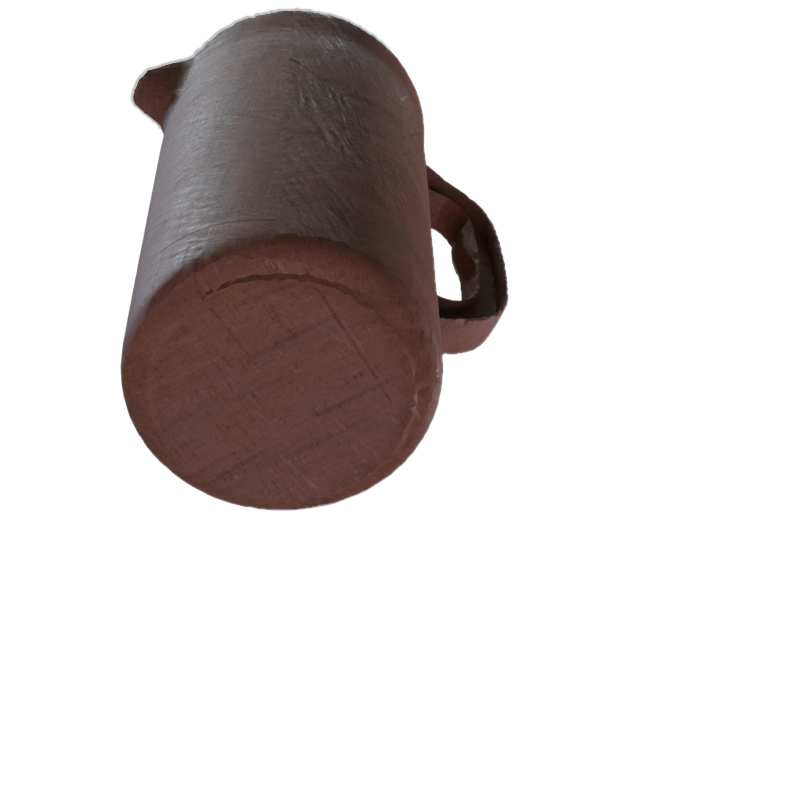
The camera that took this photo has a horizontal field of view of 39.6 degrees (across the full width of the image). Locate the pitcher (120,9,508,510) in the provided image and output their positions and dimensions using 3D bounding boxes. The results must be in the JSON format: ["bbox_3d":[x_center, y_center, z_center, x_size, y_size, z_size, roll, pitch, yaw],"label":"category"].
[{"bbox_3d":[-0.037,-0.067,0.470,0.150,0.136,0.259,-18,31,7],"label":"pitcher"}]
